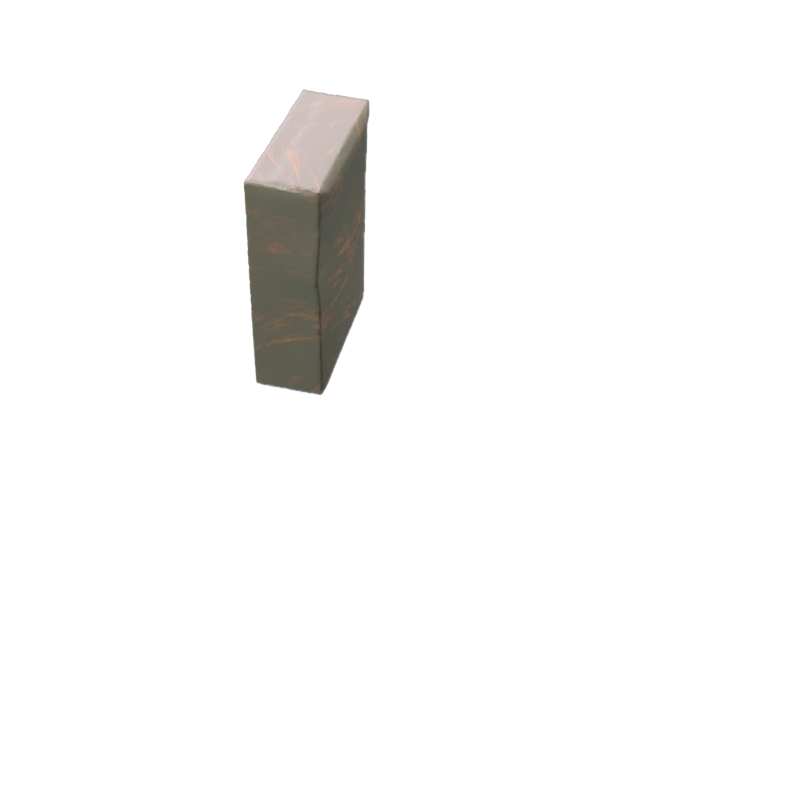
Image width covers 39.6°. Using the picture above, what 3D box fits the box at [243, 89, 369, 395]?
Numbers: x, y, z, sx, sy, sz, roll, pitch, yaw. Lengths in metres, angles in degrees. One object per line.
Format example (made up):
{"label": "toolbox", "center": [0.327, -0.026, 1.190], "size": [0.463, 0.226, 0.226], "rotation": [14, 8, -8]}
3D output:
{"label": "box", "center": [-0.076, -0.139, 0.976], "size": [0.073, 0.200, 0.173], "rotation": [10, 40, 8]}
